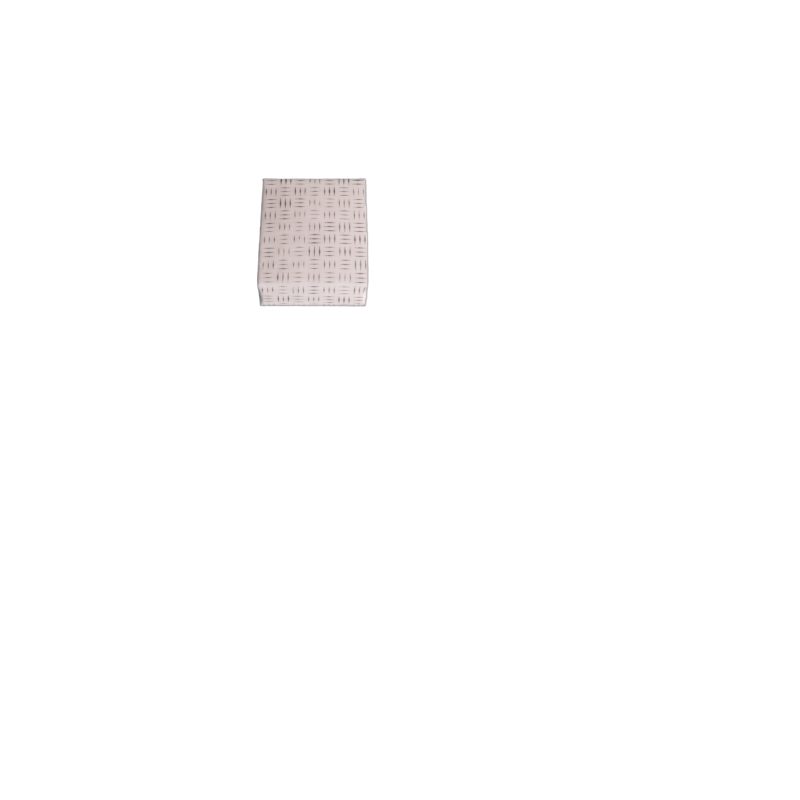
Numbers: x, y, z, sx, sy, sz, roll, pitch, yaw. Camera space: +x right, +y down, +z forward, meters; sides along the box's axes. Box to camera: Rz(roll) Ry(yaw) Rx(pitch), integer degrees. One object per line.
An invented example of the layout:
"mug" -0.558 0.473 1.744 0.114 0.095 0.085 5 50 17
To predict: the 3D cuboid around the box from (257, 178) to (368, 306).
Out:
"box" -0.073 -0.132 0.928 0.090 0.121 0.036 -1 -34 -1
